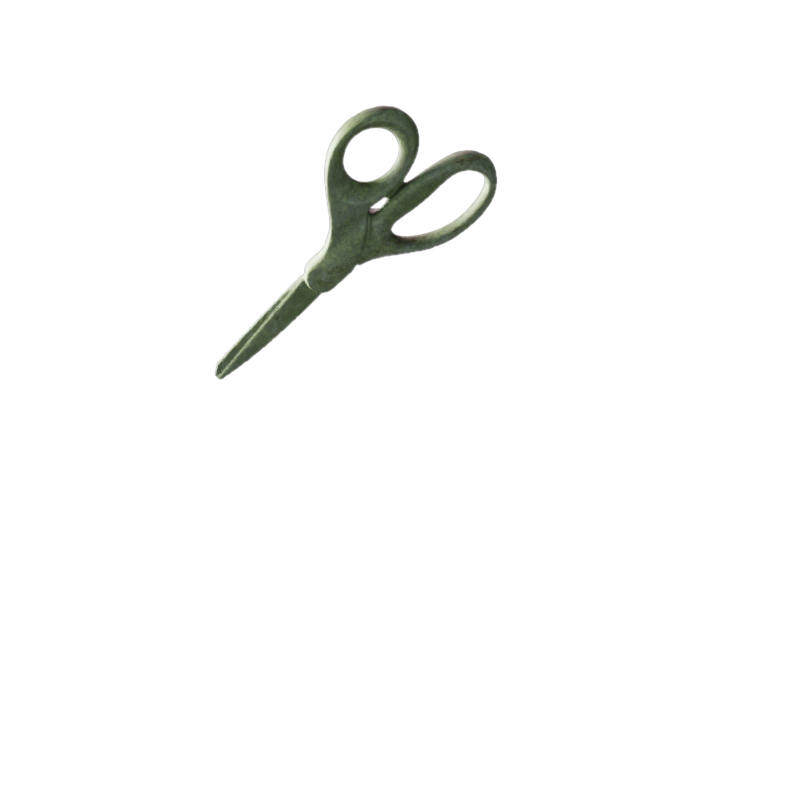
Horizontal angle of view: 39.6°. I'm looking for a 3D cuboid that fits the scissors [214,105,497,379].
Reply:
[{"bbox_3d":[-0.046,-0.084,0.585,0.202,0.090,0.017,-27,33,19],"label":"scissors"}]
